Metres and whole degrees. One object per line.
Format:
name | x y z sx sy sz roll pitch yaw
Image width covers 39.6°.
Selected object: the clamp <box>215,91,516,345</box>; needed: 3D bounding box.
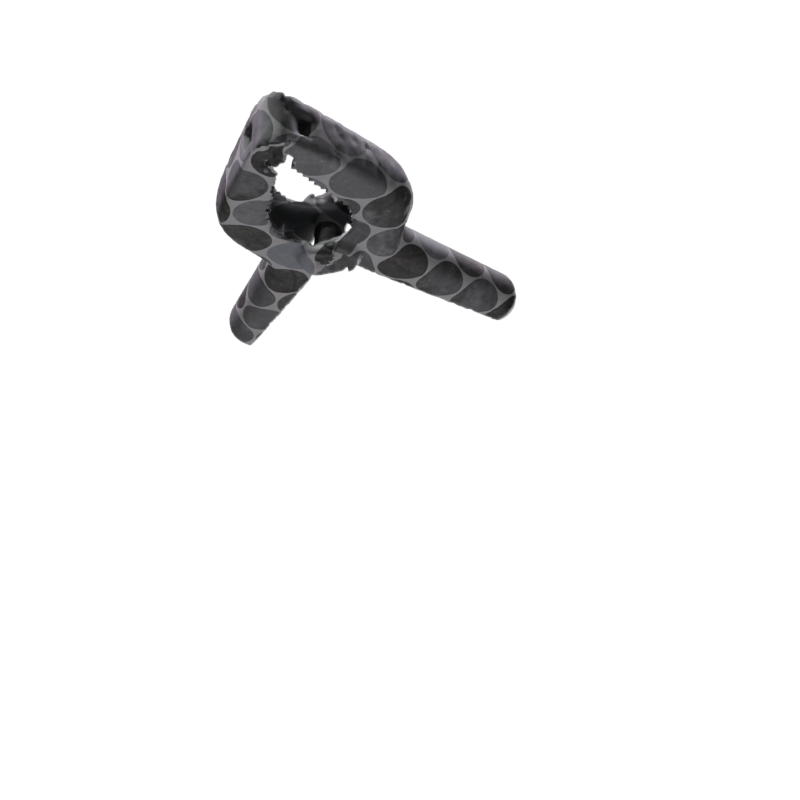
clamp | -0.044 -0.080 0.563 0.167 0.039 0.195 -9 -25 19
